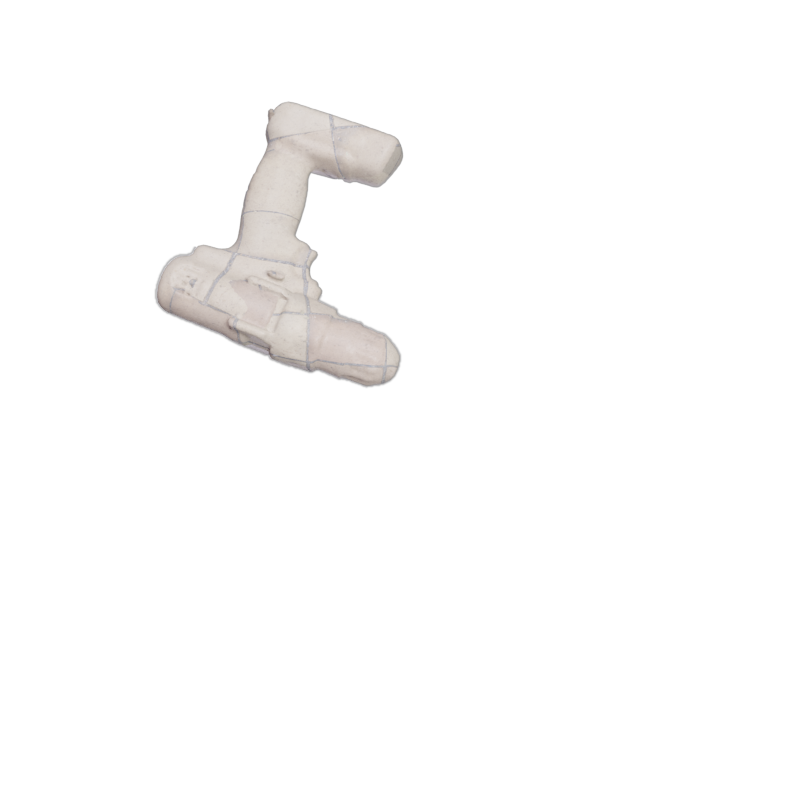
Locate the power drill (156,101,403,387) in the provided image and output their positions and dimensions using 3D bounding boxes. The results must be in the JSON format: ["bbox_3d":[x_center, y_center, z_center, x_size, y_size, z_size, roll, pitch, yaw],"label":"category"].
[{"bbox_3d":[-0.064,-0.117,0.819,0.187,0.194,0.055,20,-20,7],"label":"power drill"}]
